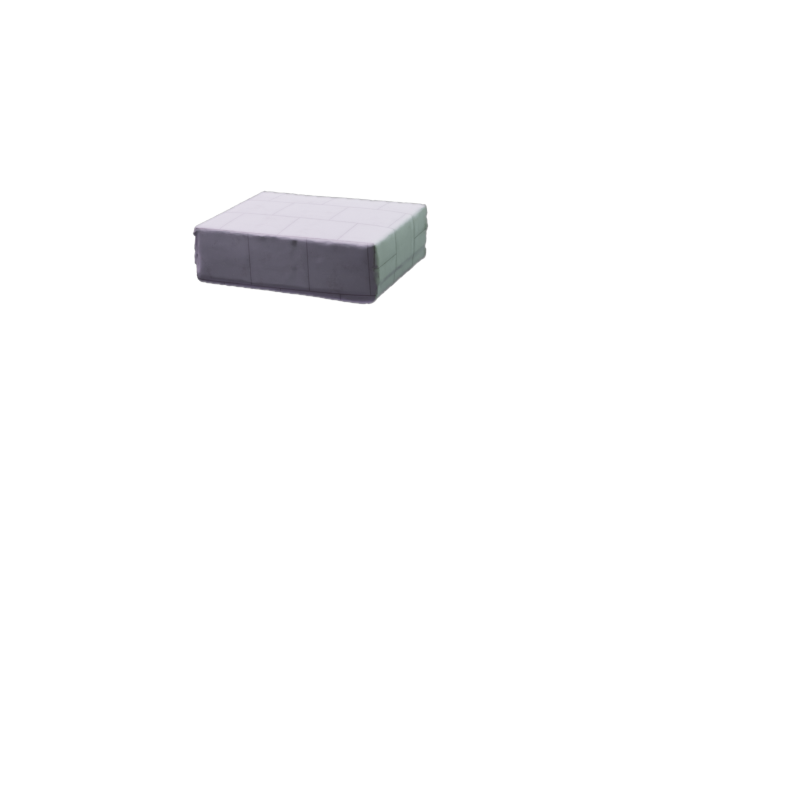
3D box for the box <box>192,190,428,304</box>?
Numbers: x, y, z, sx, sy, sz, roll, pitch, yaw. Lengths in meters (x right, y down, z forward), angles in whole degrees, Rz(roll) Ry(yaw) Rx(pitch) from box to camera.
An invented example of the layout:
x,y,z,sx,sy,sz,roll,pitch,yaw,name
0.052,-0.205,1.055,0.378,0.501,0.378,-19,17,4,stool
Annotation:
x,y,z,sx,sy,sz,roll,pitch,yaw,name
-0.051,-0.092,0.648,0.117,0.037,0.091,10,26,20,box
